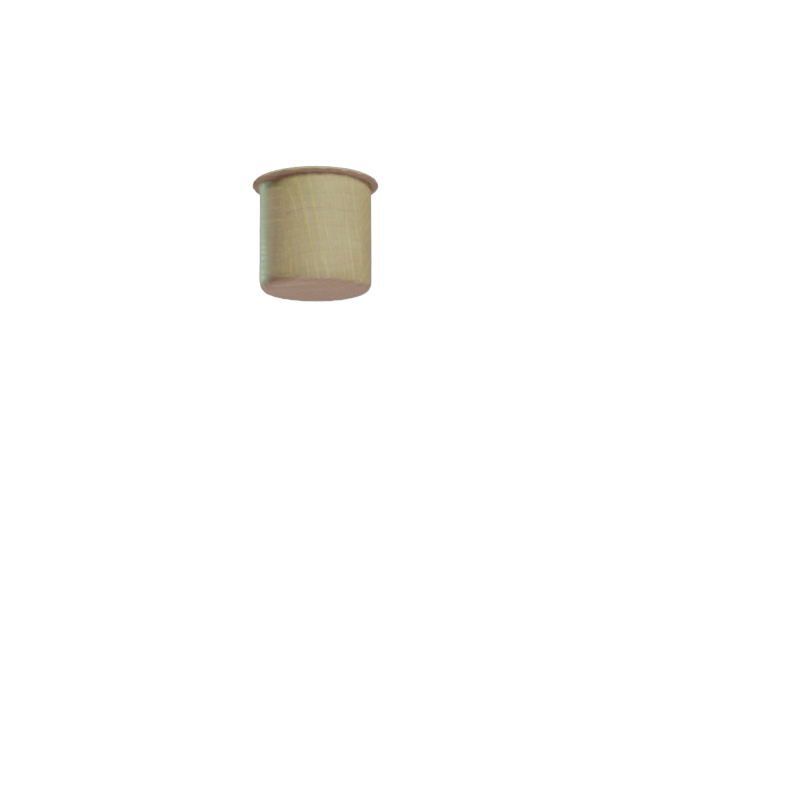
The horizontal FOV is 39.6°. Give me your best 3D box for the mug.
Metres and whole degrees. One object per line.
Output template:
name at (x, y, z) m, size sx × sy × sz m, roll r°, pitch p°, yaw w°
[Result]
mug at (-0.064, -0.118, 0.823) m, size 0.092 × 0.084 × 0.116 m, roll 1°, pitch -9°, yaw -11°
